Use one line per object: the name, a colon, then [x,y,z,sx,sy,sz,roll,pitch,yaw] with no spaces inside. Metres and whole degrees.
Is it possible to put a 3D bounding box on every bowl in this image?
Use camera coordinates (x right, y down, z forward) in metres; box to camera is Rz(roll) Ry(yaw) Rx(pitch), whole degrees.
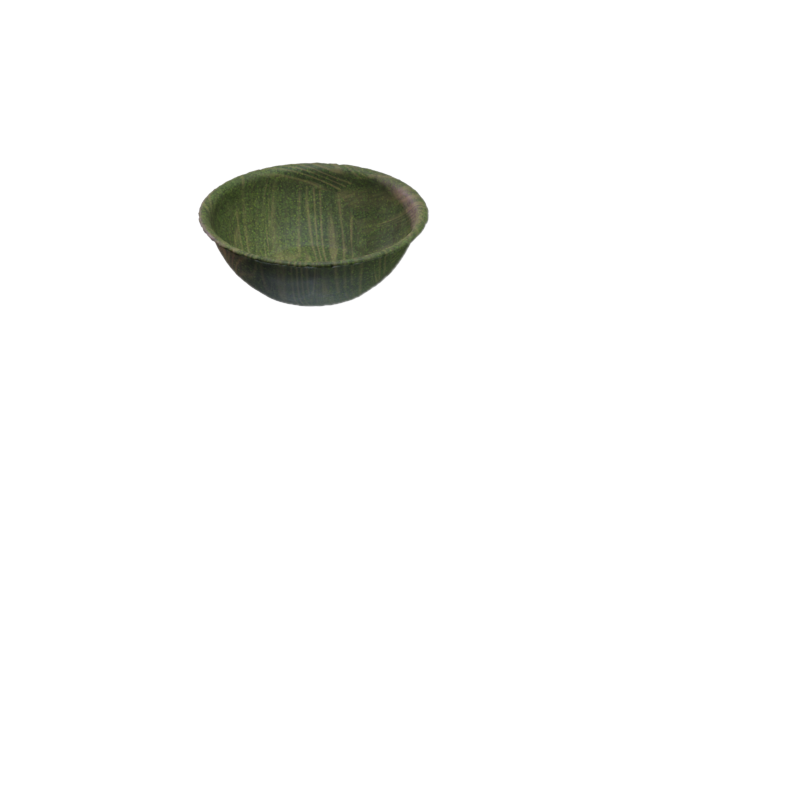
bowl: [-0.062,-0.113,0.791,0.162,0.052,0.173,-1,34,-2]
